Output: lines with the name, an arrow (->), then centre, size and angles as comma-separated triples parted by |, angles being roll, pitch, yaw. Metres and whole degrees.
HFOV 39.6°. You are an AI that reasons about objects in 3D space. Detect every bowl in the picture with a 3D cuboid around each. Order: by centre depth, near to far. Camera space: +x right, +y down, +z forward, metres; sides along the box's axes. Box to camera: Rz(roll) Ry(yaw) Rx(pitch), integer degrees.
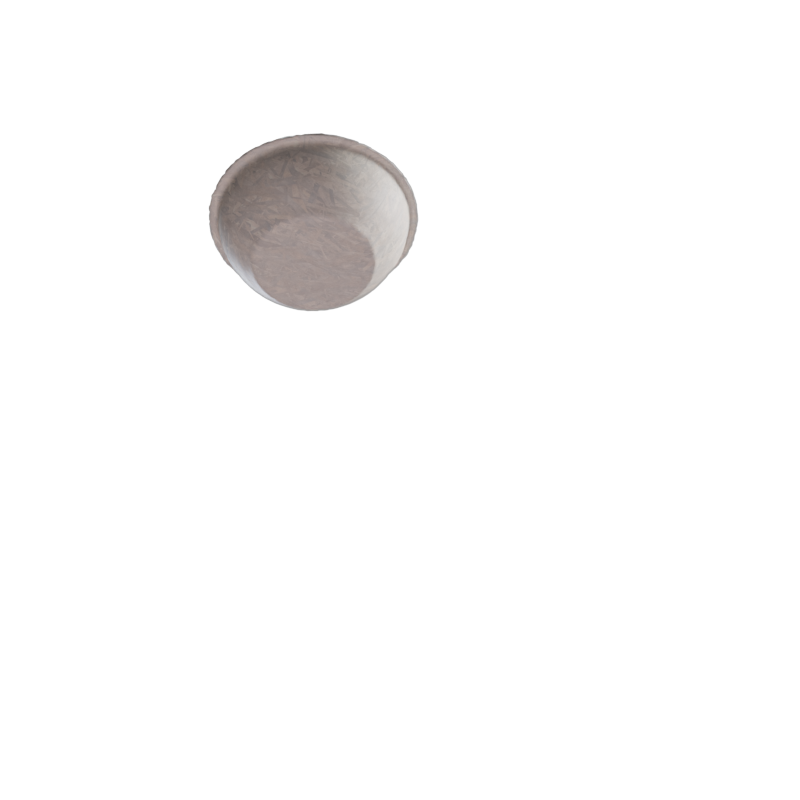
bowl -> -0.066, -0.120, 0.837 | 0.162, 0.151, 0.059 | 1, 43, -1
